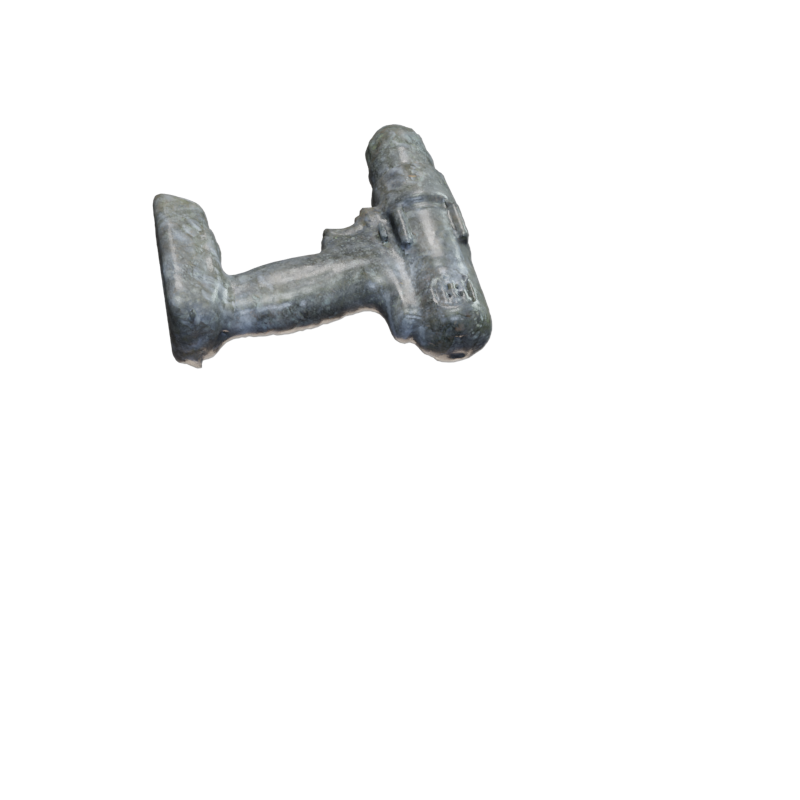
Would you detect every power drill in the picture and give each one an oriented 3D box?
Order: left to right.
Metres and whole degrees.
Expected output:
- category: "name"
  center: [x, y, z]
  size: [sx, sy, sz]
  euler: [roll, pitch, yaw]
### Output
- category: "power drill"
  center: [-0.053, -0.096, 0.671]
  size: [0.186, 0.199, 0.053]
  euler: [-9, -41, -8]
